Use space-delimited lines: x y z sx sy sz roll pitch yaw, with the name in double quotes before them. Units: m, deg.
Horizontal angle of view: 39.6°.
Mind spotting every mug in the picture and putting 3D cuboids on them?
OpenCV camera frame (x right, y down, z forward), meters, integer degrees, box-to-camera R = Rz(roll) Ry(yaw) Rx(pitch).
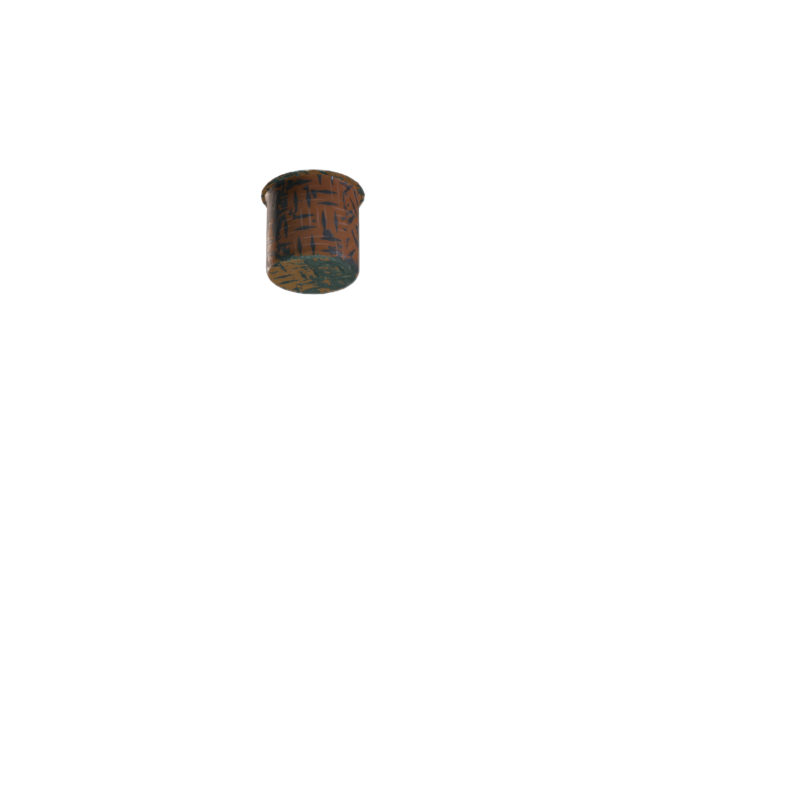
"mug" -0.077 -0.141 0.985 0.093 0.086 0.111 0 -23 -1
